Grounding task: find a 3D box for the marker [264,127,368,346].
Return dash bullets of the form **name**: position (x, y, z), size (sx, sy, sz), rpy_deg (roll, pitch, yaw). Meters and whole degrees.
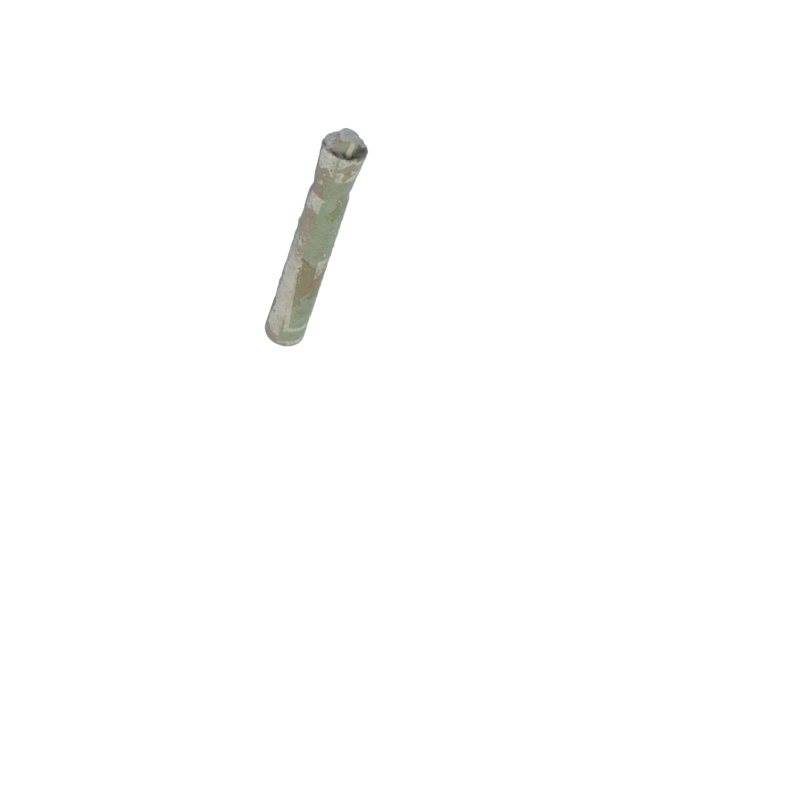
- **marker**: position (-0.037, -0.068, 0.474), size (0.019, 0.021, 0.115), rpy_deg (0, -39, -22)
